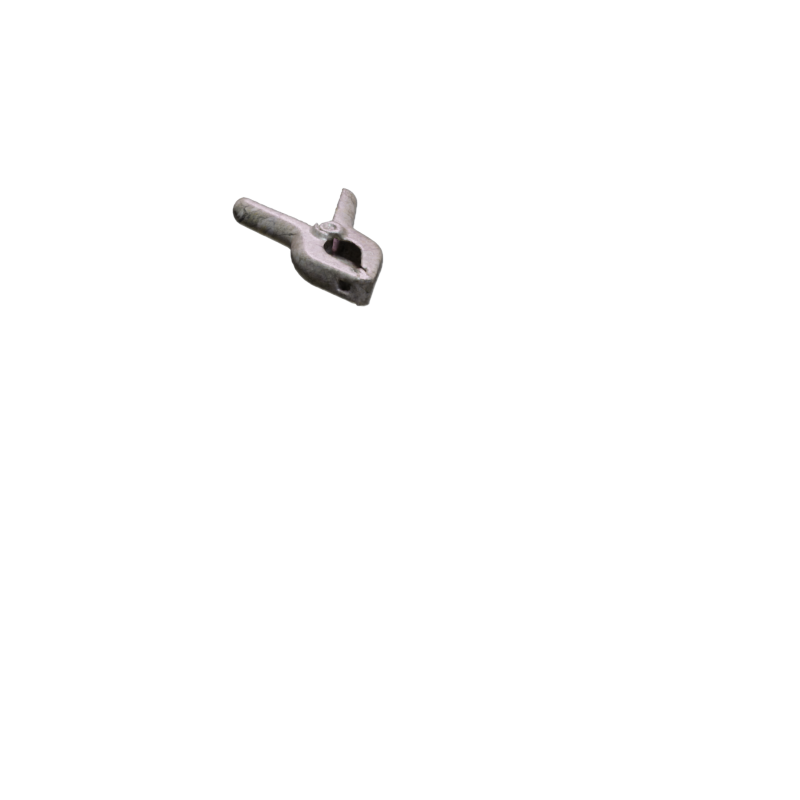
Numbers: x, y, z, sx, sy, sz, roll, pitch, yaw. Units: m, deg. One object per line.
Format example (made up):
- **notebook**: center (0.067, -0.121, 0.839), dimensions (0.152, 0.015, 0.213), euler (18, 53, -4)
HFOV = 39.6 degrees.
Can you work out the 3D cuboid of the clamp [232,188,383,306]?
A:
- **clamp**: center (-0.076, -0.138, 0.968), dimensions (0.118, 0.037, 0.185), euler (-9, 35, -14)
